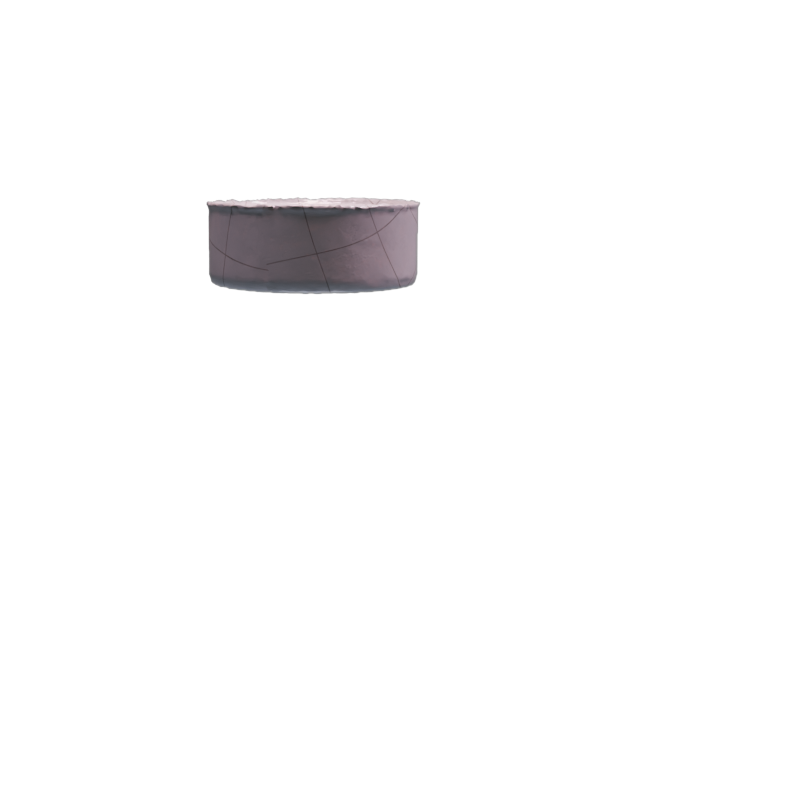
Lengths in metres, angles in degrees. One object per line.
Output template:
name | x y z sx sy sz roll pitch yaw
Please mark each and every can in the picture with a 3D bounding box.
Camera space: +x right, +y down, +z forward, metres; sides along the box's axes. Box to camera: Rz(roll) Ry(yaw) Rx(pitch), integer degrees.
can | -0.035 -0.064 0.449 0.086 0.033 0.088 0 11 -2
